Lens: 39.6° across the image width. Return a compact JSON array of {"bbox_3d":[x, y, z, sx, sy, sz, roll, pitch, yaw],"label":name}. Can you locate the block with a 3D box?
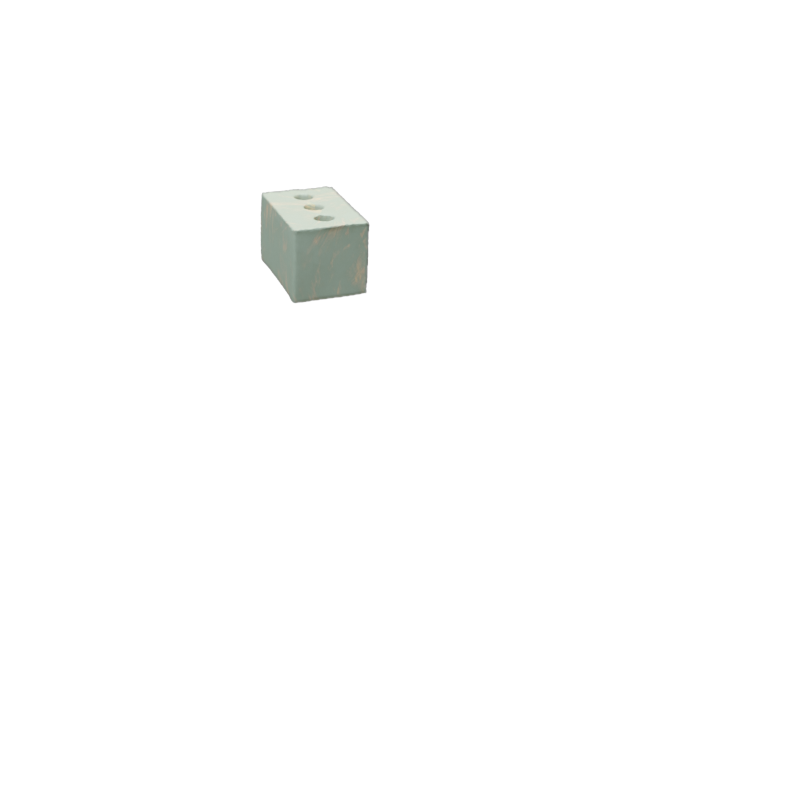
[{"bbox_3d":[-0.058,-0.105,0.737,0.052,0.049,0.084,-9,28,-19],"label":"block"}]
